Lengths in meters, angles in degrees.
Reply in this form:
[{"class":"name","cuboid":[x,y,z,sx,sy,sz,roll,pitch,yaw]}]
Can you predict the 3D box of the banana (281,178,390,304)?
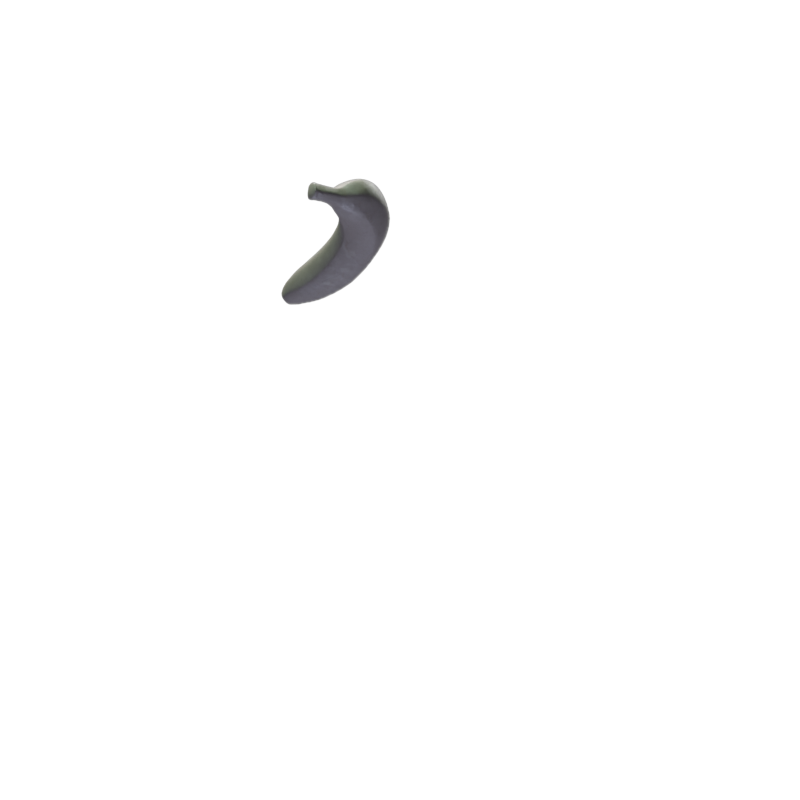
[{"class":"banana","cuboid":[-0.047,-0.121,0.845,0.069,0.039,0.190,4,-21,-10]}]
